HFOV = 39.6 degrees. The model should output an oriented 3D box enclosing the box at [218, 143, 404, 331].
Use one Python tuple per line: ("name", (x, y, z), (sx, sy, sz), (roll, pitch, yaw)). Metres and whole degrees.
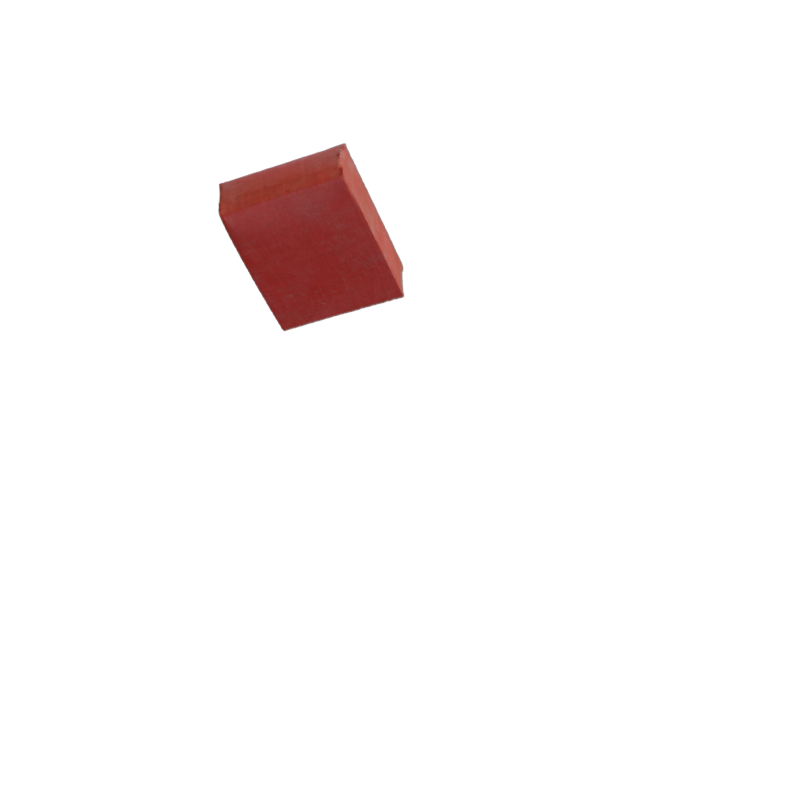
("box", (-0.057, -0.104, 0.727), (0.090, 0.042, 0.105), (-16, -48, 14))
